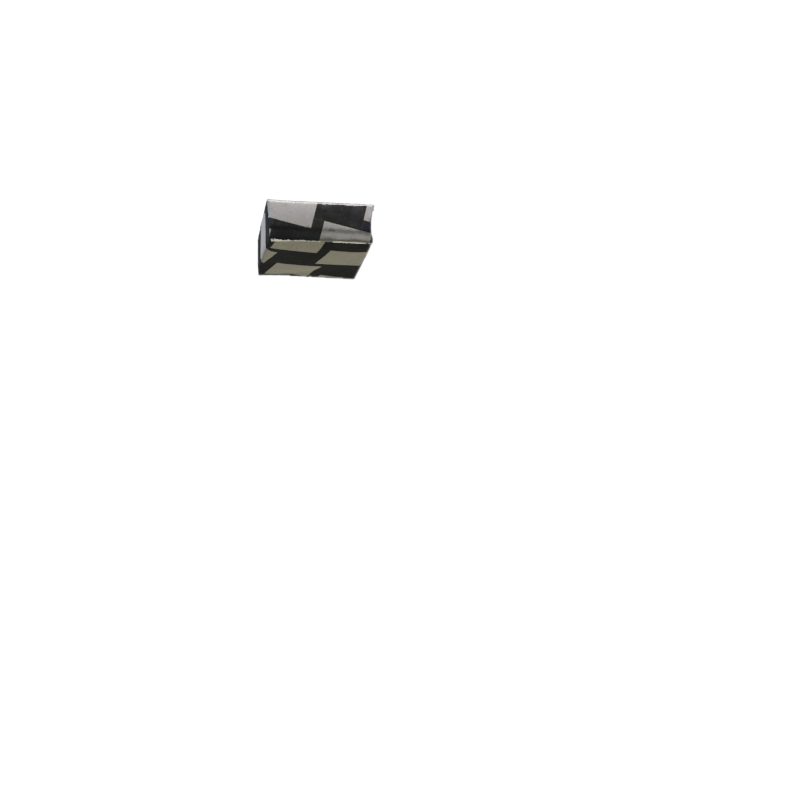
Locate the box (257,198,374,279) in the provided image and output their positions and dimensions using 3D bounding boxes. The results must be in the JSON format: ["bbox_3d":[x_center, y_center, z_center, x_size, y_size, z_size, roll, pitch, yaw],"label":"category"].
[{"bbox_3d":[-0.075,-0.136,0.952,0.089,0.040,0.111,1,-9,-9],"label":"box"}]
